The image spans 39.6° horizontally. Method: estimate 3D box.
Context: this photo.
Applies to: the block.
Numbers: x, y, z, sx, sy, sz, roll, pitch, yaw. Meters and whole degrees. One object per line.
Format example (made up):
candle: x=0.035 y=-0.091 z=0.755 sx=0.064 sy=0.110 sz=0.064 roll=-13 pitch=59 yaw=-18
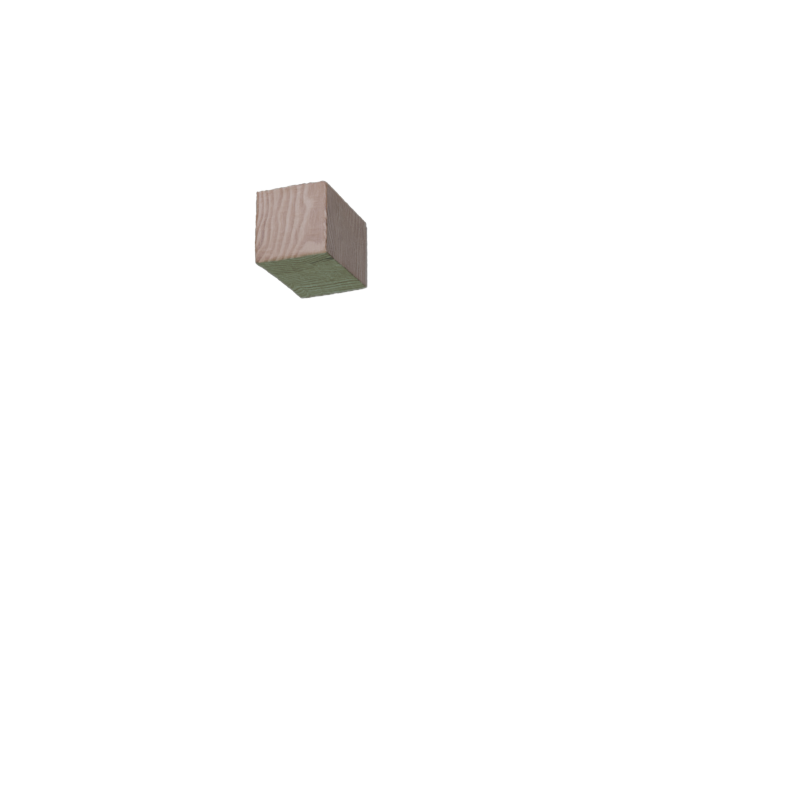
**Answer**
block: x=-0.059 y=-0.107 z=0.750 sx=0.054 sy=0.054 sz=0.073 roll=-7 pitch=-18 yaw=18
